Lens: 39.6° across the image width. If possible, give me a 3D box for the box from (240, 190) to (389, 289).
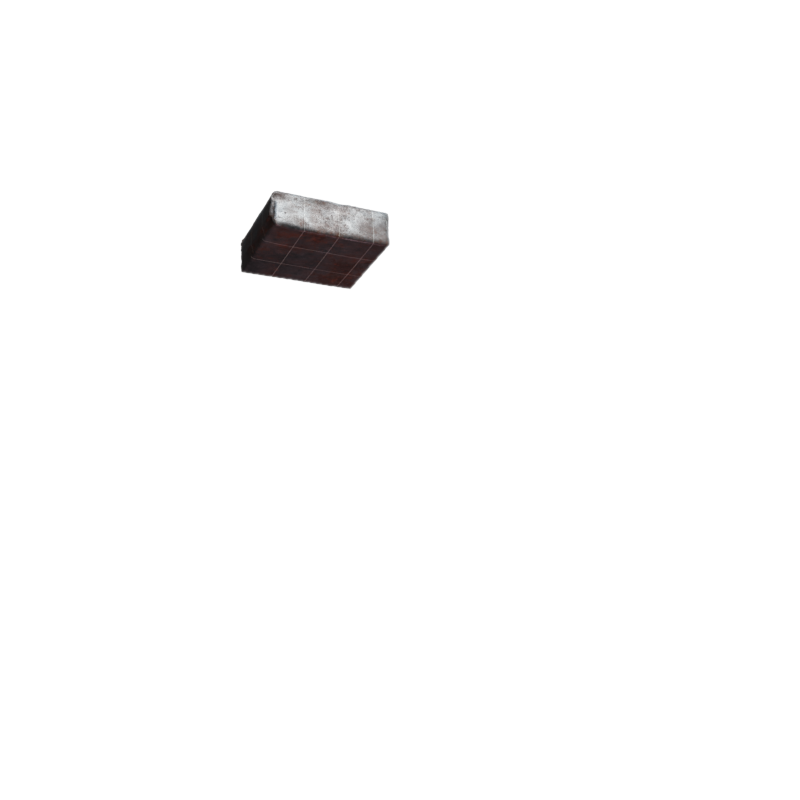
[{"bbox_3d":[-0.062,-0.113,0.794,0.087,0.032,0.071,9,-26,-20],"label":"box"}]
